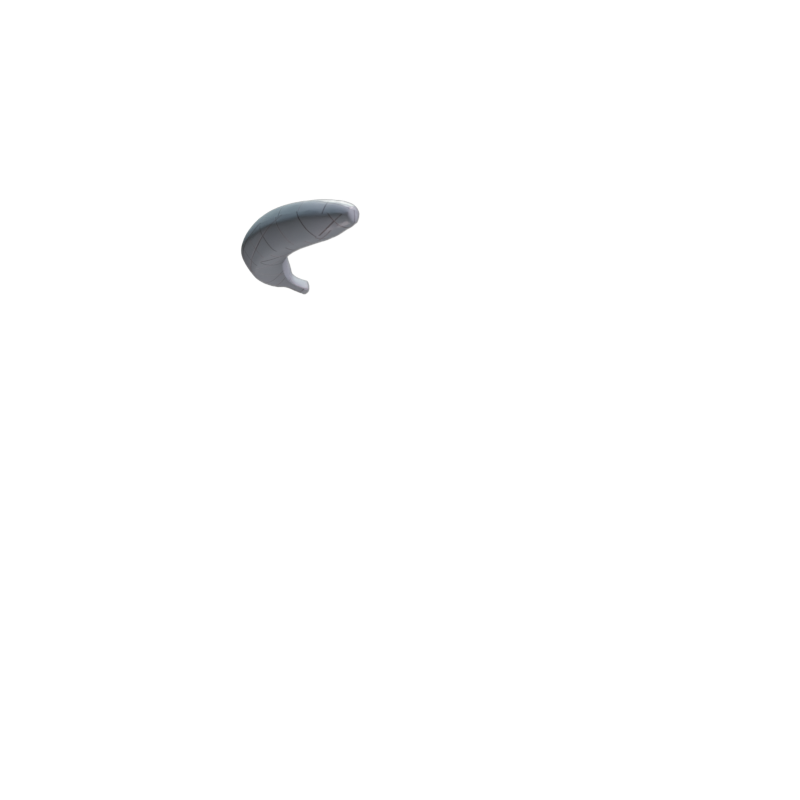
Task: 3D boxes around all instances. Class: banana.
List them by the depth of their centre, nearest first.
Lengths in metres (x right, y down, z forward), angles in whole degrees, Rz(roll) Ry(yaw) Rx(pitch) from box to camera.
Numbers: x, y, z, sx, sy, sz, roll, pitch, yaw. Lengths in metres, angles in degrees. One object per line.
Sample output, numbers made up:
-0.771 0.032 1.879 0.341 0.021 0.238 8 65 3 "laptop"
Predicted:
-0.087 -0.124 0.871 0.068 0.038 0.195 3 -9 -15 "banana"
